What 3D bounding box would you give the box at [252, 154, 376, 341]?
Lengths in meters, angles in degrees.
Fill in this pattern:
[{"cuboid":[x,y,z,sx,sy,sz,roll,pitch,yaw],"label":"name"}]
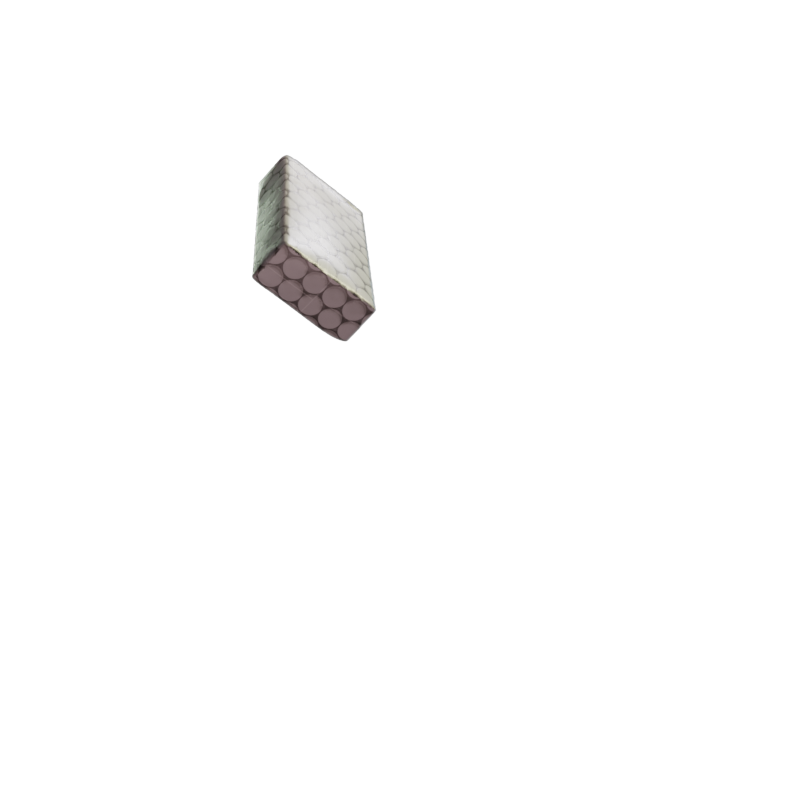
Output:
[{"cuboid":[-0.070,-0.129,0.899,0.089,0.047,0.188,35,25,-24],"label":"box"}]
